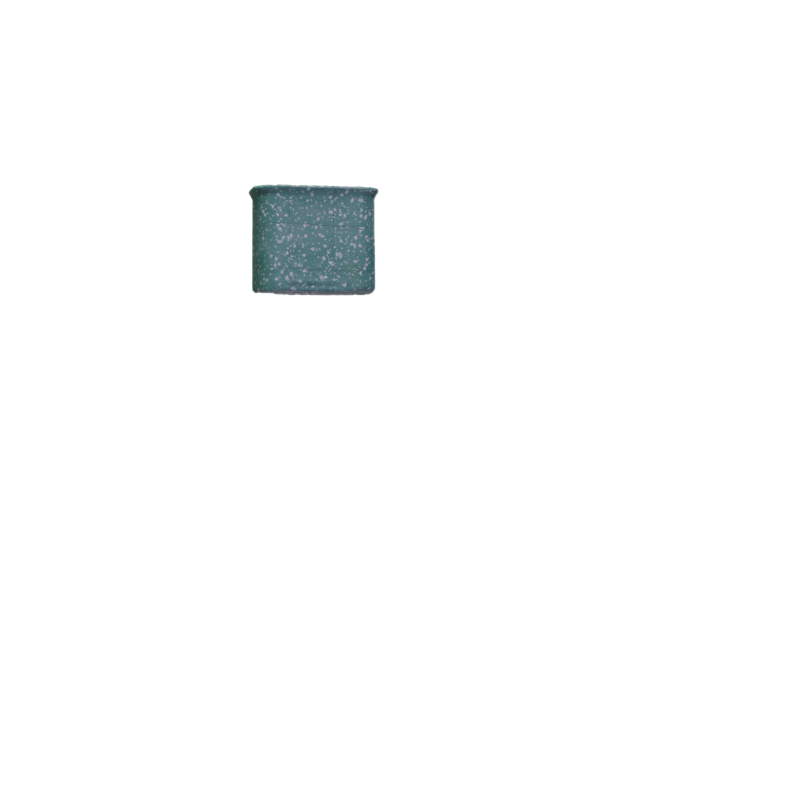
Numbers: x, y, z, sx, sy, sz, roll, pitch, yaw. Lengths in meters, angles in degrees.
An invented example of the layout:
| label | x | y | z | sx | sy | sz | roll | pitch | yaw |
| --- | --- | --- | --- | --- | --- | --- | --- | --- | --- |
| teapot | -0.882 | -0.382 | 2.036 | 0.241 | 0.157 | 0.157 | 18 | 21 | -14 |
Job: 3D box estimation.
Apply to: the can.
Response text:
| label | x | y | z | sx | sy | sz | roll | pitch | yaw |
| --- | --- | --- | --- | --- | --- | --- | --- | --- | --- |
| can | -0.070 | -0.127 | 0.887 | 0.100 | 0.085 | 0.058 | 0 | -3 | -13 |
